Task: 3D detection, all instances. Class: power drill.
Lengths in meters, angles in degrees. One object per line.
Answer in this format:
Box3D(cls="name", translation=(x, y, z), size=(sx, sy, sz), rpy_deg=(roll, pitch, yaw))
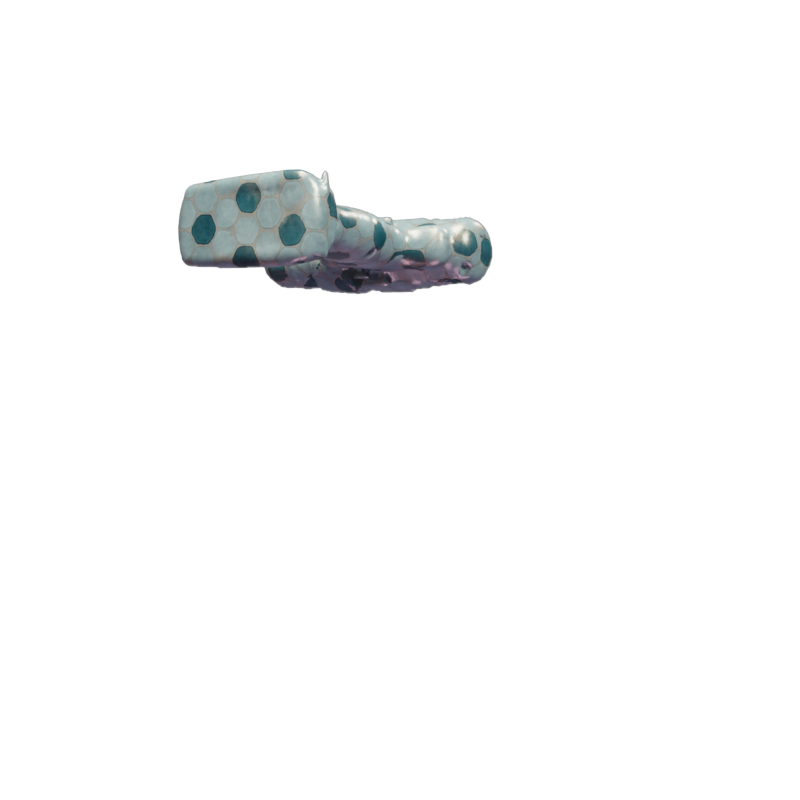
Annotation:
Box3D(cls="power drill", translation=(-0.058, -0.105, 0.737), size=(0.190, 0.058, 0.179), rpy_deg=(-1, -1, 34))
